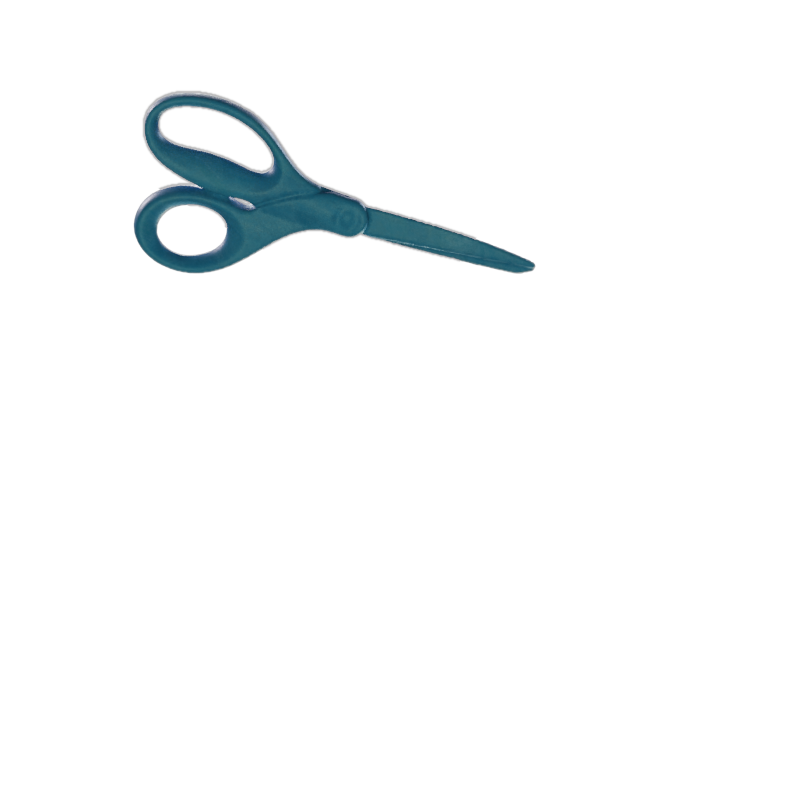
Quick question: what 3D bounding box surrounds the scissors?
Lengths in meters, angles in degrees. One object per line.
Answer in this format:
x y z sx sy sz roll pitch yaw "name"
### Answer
-0.043 -0.078 0.545 0.197 0.094 0.016 30 16 -9 "scissors"
